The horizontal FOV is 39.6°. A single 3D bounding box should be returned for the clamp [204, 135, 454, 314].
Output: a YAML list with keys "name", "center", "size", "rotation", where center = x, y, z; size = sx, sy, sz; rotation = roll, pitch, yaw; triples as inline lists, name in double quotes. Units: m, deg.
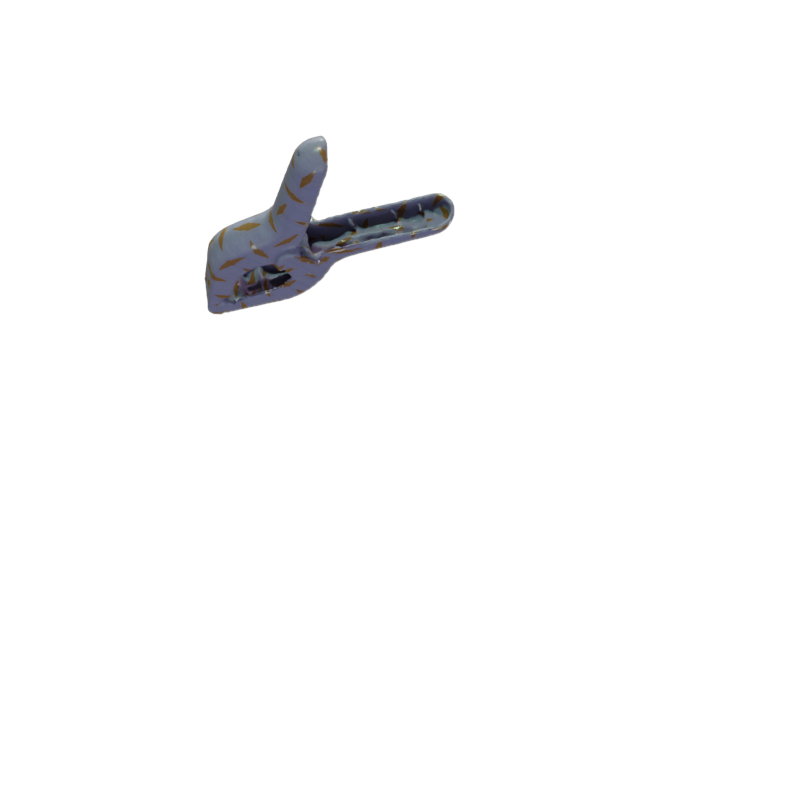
- name: "clamp"
  center: [-0.054, -0.098, 0.684]
  size: [0.114, 0.042, 0.170]
  rotation: [19, -32, -33]
